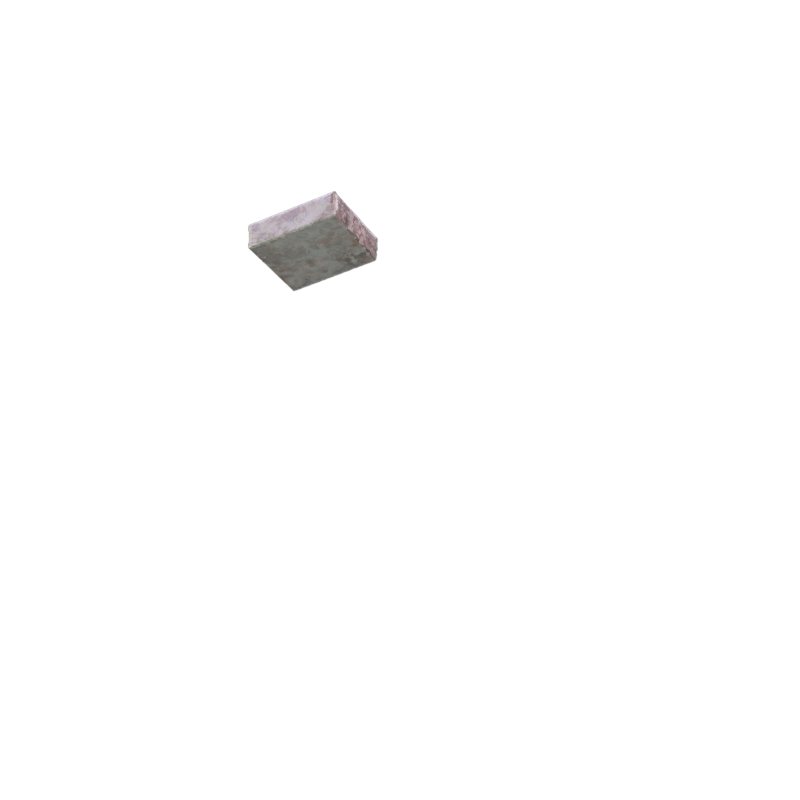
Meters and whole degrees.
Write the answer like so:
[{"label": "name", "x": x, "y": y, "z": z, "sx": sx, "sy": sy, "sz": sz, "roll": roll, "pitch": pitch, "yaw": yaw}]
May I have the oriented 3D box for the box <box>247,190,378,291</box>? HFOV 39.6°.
[{"label": "box", "x": -0.074, "y": -0.136, "z": 0.952, "sx": 0.090, "sy": 0.032, "sz": 0.068, "roll": -18, "pitch": -38, "yaw": 24}]
